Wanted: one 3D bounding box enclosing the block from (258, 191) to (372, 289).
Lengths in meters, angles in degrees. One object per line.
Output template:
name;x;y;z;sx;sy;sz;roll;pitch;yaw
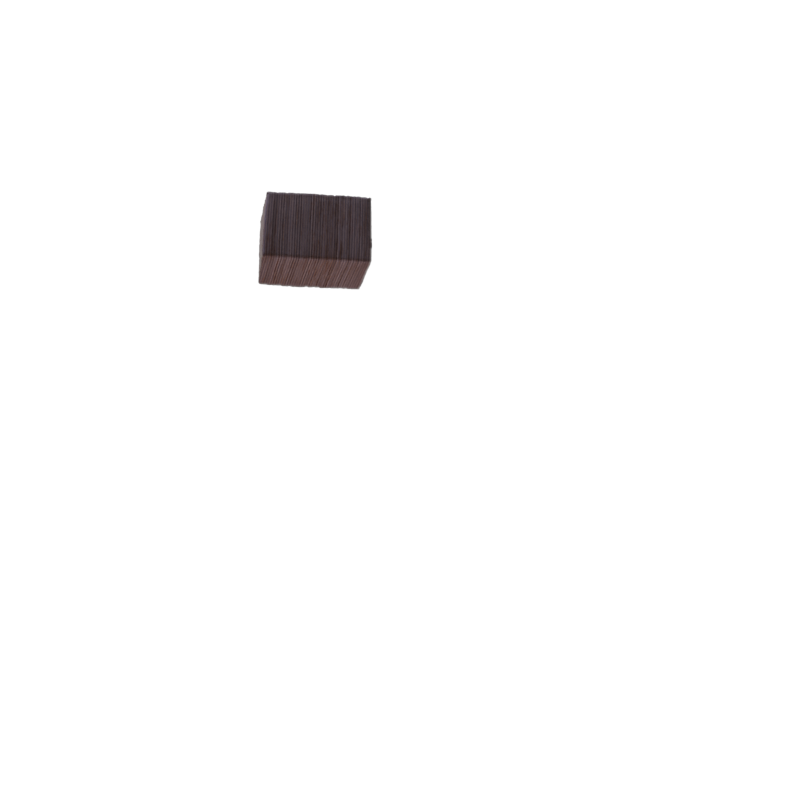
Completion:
block;-0.062;-0.114;0.798;0.077;0.054;0.051;3;-21;-8
